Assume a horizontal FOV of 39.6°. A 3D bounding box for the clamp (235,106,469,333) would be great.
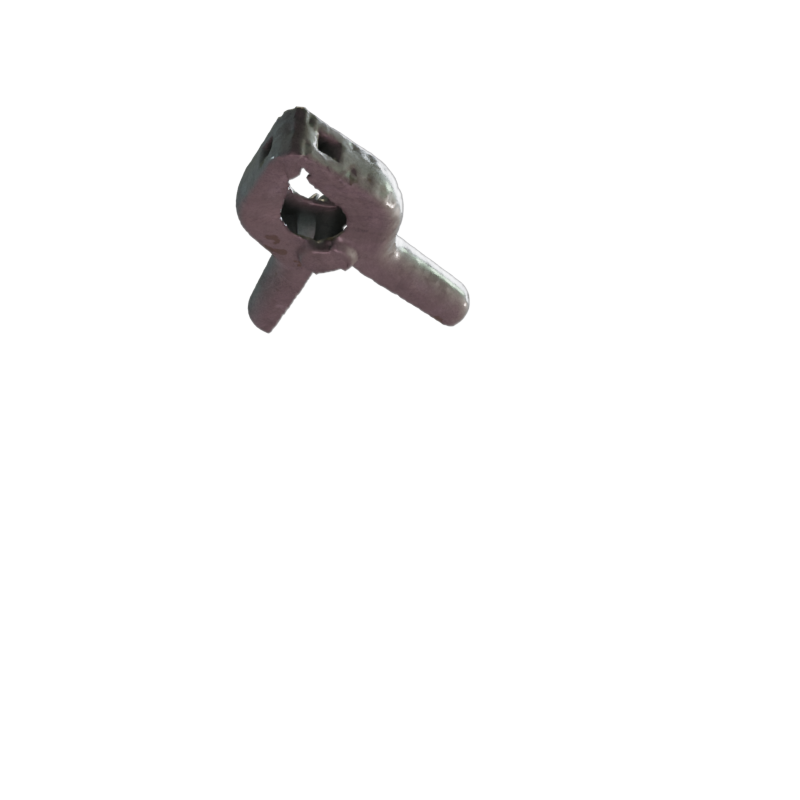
[{"bbox_3d":[-0.043,-0.079,0.551,0.121,0.042,0.158,-11,-34,16],"label":"clamp"}]
